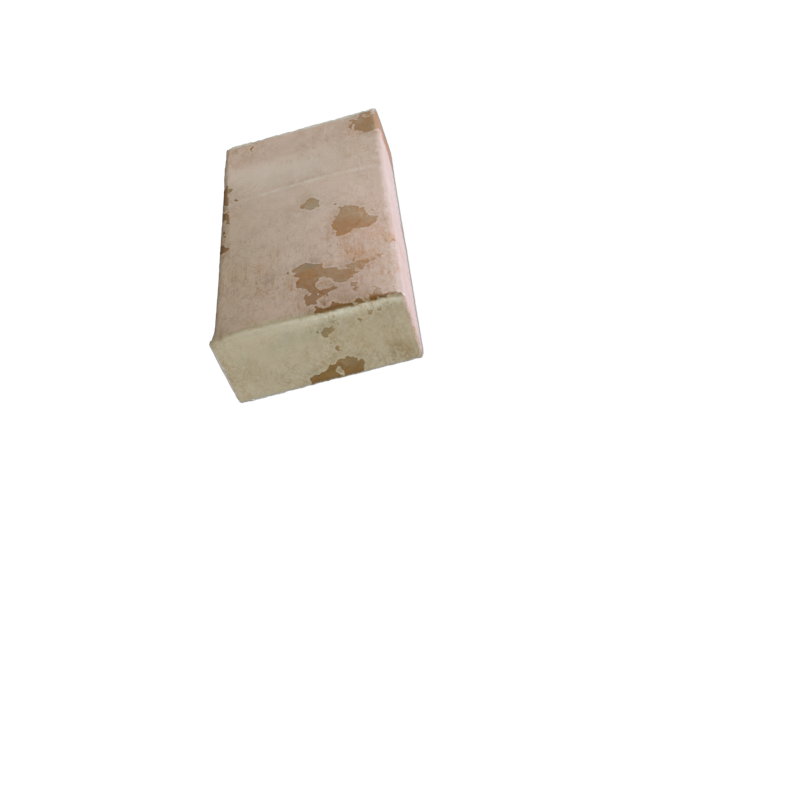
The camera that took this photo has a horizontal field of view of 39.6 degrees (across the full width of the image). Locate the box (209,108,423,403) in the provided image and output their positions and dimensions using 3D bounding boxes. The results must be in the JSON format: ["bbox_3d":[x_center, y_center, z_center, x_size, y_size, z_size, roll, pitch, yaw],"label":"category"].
[{"bbox_3d":[-0.044,-0.081,0.572,0.094,0.045,0.189,-14,37,7],"label":"box"}]
